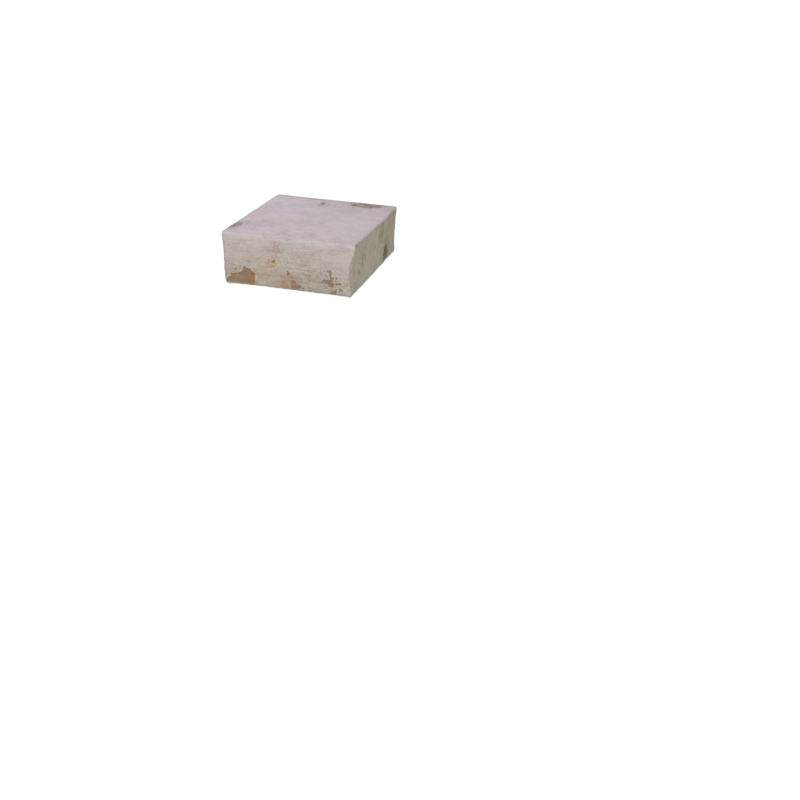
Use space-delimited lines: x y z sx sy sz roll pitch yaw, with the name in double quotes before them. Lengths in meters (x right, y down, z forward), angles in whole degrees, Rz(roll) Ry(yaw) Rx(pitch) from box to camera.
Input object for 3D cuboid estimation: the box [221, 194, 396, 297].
"box" -0.059 -0.107 0.746 0.092 0.037 0.116 6 25 14
